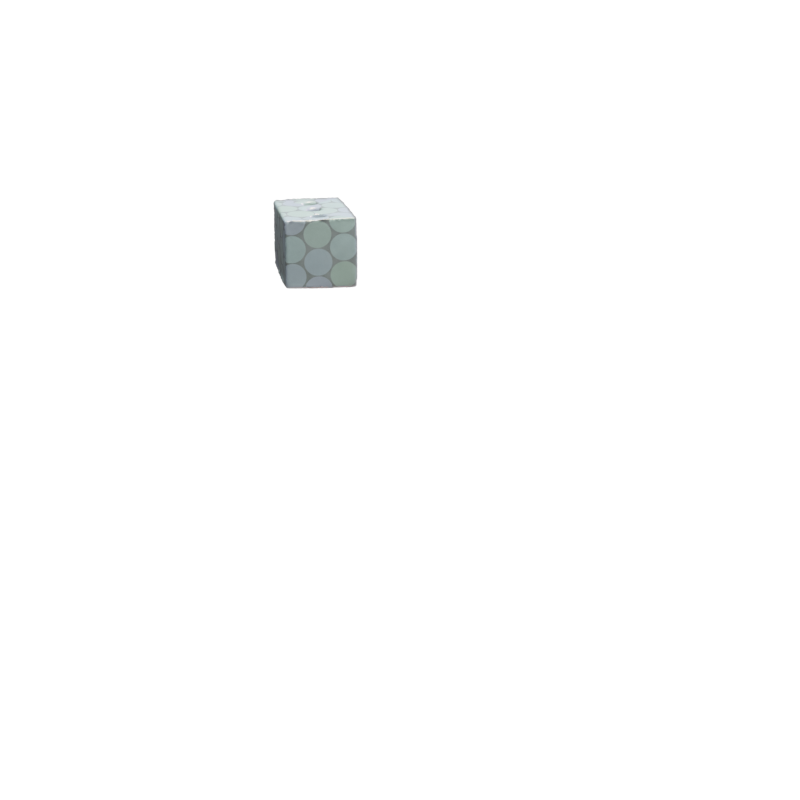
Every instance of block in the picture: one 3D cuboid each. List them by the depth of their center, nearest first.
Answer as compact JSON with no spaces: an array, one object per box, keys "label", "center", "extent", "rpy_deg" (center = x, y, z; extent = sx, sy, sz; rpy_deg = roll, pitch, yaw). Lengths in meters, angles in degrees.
[{"label":"block","center":[-0.064,-0.117,0.822],"extent":[0.052,0.049,0.082],"rpy_deg":[-3,19,-12]}]
